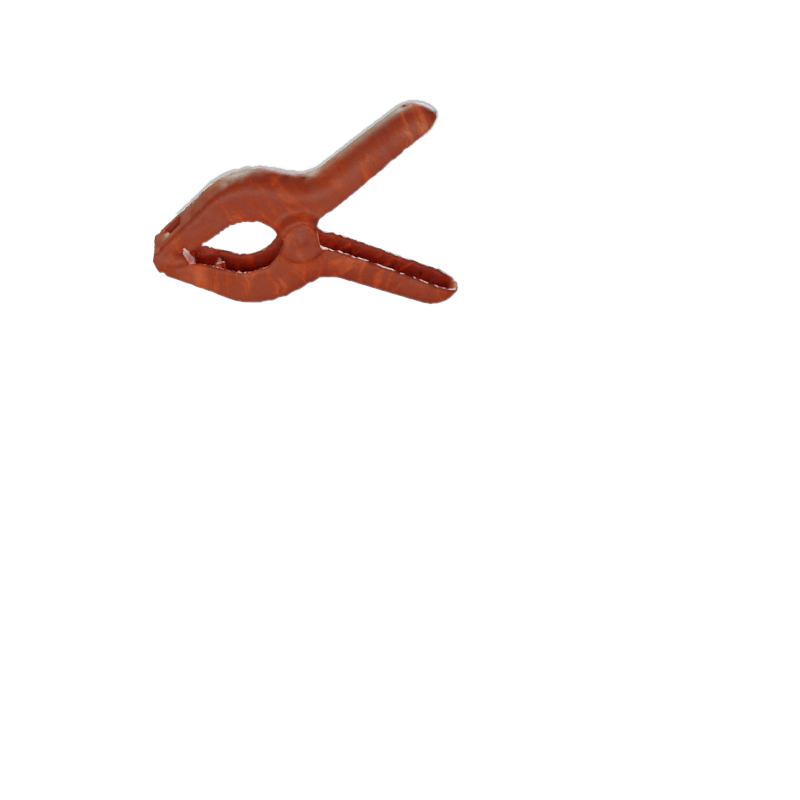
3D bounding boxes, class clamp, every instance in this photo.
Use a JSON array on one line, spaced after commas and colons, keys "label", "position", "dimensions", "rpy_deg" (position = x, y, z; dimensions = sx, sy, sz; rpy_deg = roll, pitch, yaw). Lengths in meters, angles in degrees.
[{"label": "clamp", "position": [-0.048, -0.088, 0.619], "dimensions": [0.172, 0.114, 0.041], "rpy_deg": [-16, 22, 6]}]
